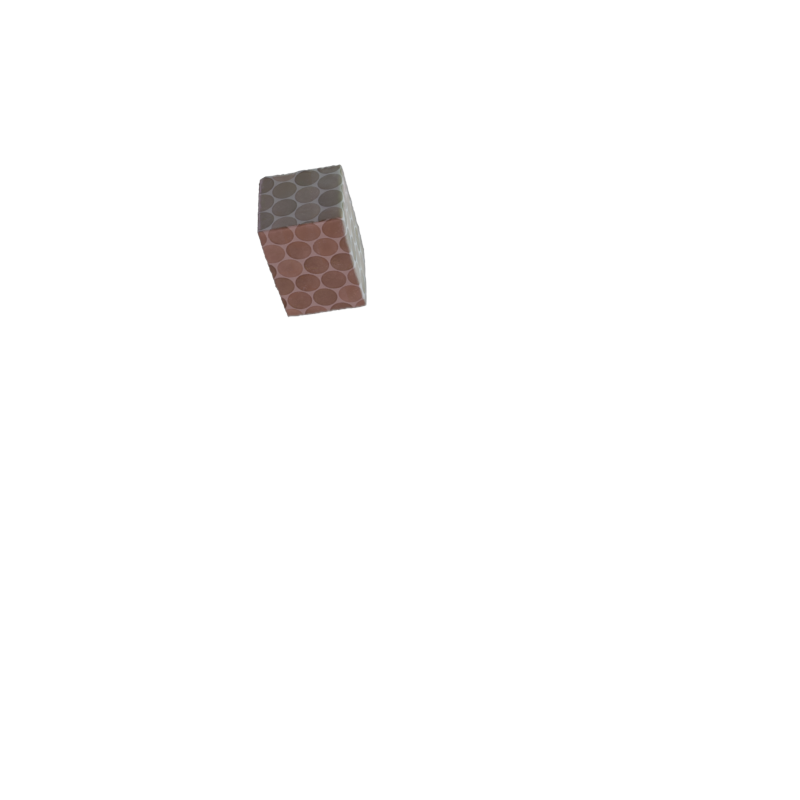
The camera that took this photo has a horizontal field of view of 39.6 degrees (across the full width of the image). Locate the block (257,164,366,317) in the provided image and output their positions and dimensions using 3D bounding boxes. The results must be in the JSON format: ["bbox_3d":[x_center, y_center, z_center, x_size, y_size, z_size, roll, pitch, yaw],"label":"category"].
[{"bbox_3d":[-0.053,-0.097,0.680,0.053,0.055,0.072,-8,-42,7],"label":"block"}]
